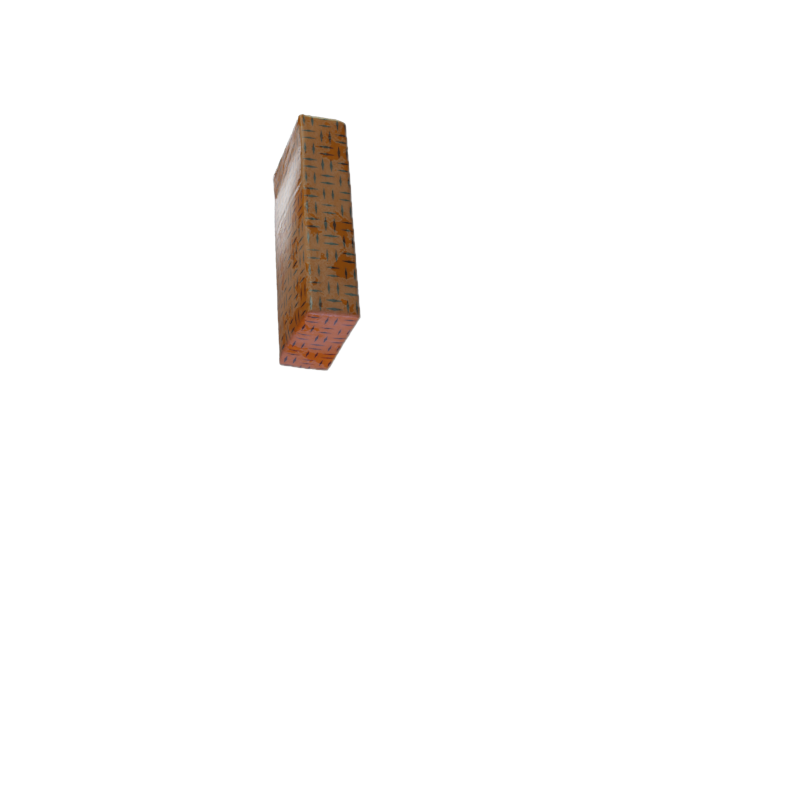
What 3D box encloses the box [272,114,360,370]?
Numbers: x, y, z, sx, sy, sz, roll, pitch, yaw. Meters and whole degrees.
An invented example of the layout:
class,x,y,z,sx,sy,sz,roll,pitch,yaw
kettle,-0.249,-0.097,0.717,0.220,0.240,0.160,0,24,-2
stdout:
class,x,y,z,sx,sy,sz,roll,pitch,yaw
box,-0.066,-0.122,0.852,0.047,0.188,0.090,8,-30,-17
